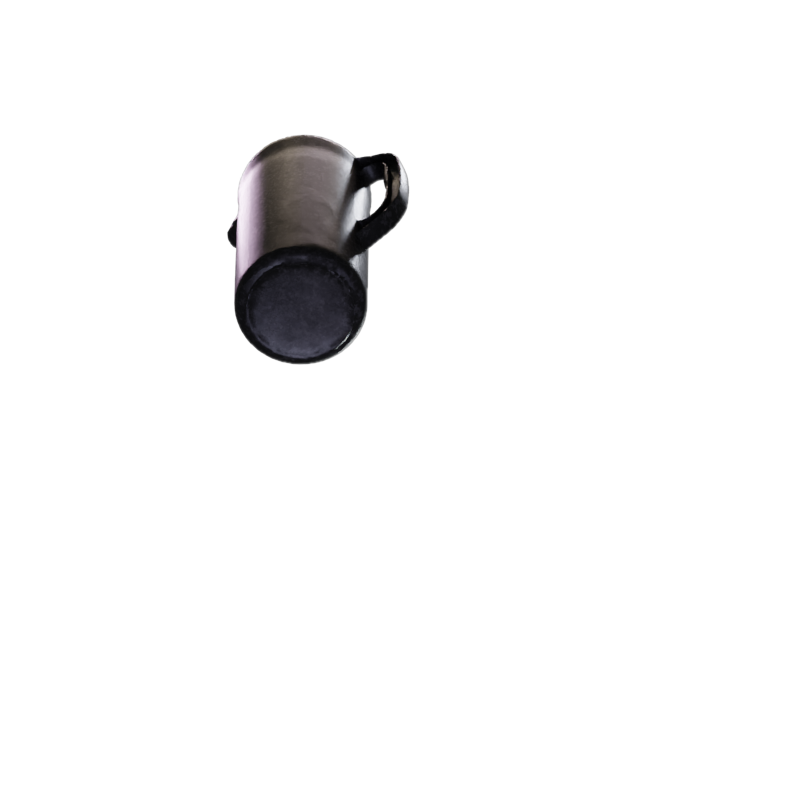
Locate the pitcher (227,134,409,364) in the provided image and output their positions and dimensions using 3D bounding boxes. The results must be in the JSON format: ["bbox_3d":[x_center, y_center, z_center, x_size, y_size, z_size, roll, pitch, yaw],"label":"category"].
[{"bbox_3d":[-0.077,-0.141,0.989,0.142,0.143,0.258,16,28,-12],"label":"pitcher"}]
